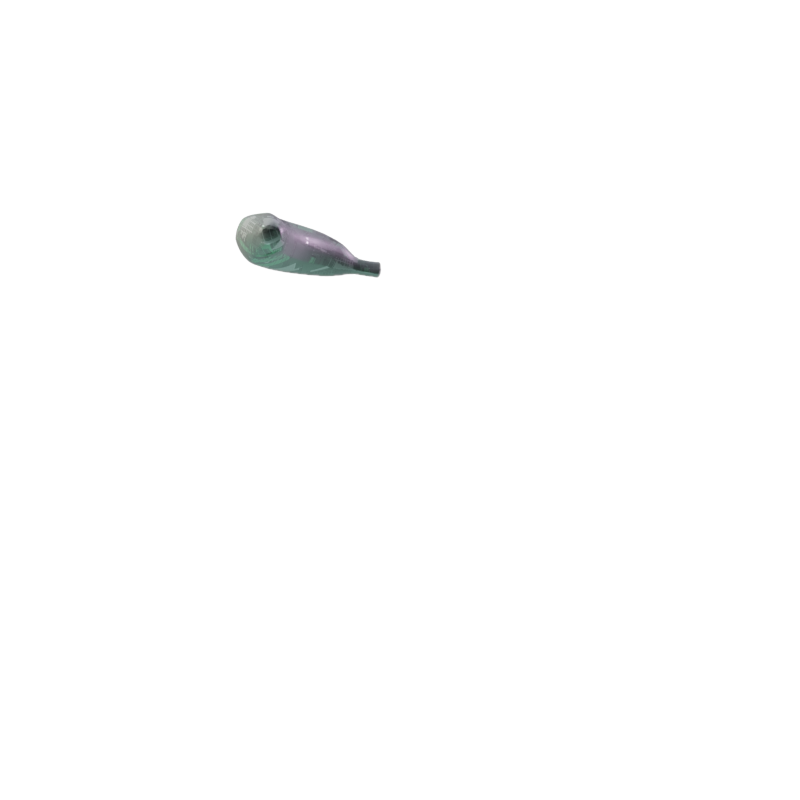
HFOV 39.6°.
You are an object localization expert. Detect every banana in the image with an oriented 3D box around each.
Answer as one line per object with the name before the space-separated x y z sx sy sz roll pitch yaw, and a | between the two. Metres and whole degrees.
banana | -0.079 -0.115 0.813 0.071 0.037 0.191 0 1 21
